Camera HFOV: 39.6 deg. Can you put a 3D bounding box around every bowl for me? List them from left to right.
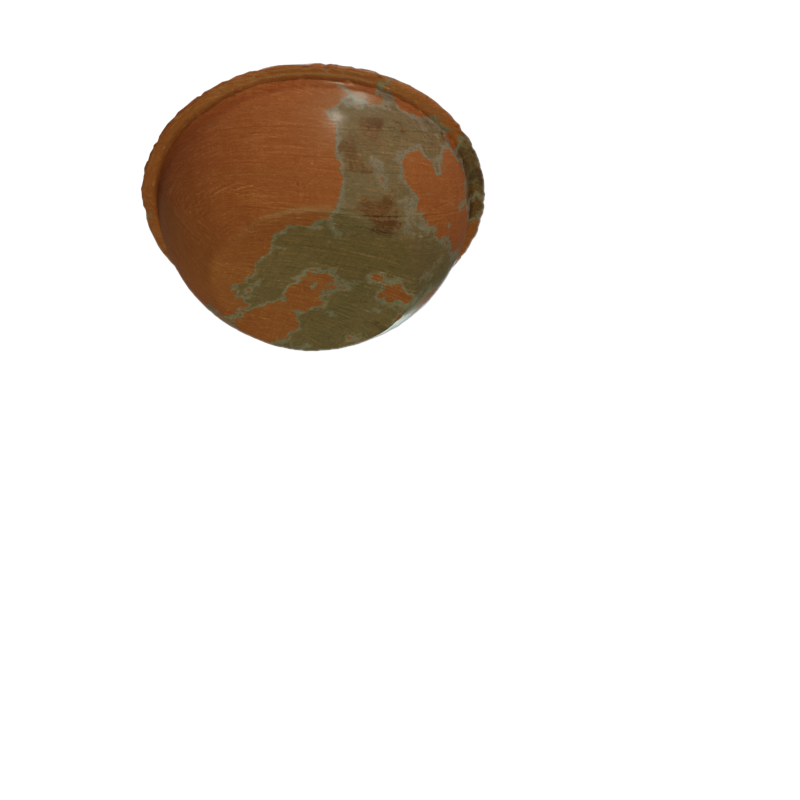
[{"bbox_3d":[-0.040,-0.072,0.506,0.162,0.059,0.151,1,-42,-1],"label":"bowl"}]
